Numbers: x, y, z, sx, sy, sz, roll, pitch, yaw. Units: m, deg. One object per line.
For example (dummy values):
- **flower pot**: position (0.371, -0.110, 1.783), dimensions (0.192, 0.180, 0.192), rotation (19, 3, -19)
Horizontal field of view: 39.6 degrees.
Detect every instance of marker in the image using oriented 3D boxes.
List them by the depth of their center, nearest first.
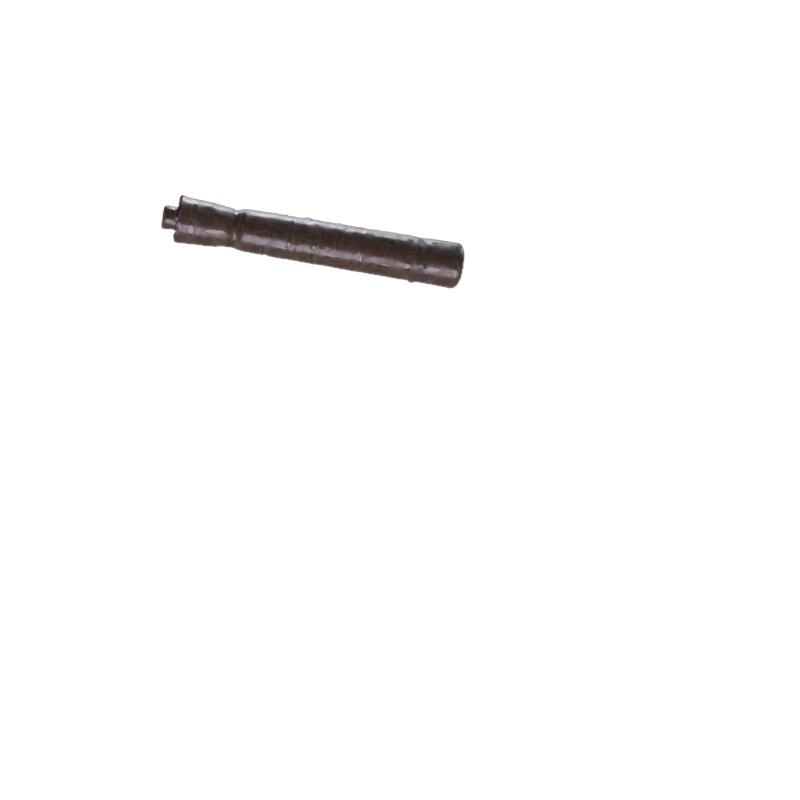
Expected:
- **marker**: position (-0.035, -0.063, 0.442), dimensions (0.119, 0.020, 0.020), rotation (8, 2, -9)
